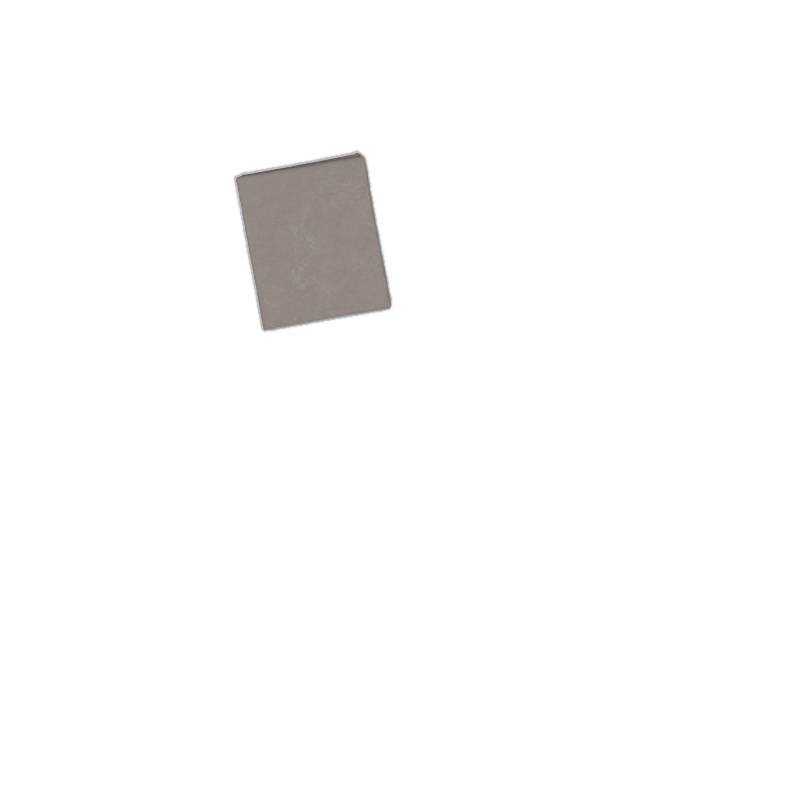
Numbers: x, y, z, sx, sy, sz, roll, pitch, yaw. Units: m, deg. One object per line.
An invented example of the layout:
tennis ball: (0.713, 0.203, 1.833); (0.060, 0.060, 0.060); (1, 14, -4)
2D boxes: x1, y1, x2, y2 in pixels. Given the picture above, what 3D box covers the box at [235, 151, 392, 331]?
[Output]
box: (-0.049, -0.089, 0.622); (0.073, 0.089, 0.030); (-10, 3, 0)
